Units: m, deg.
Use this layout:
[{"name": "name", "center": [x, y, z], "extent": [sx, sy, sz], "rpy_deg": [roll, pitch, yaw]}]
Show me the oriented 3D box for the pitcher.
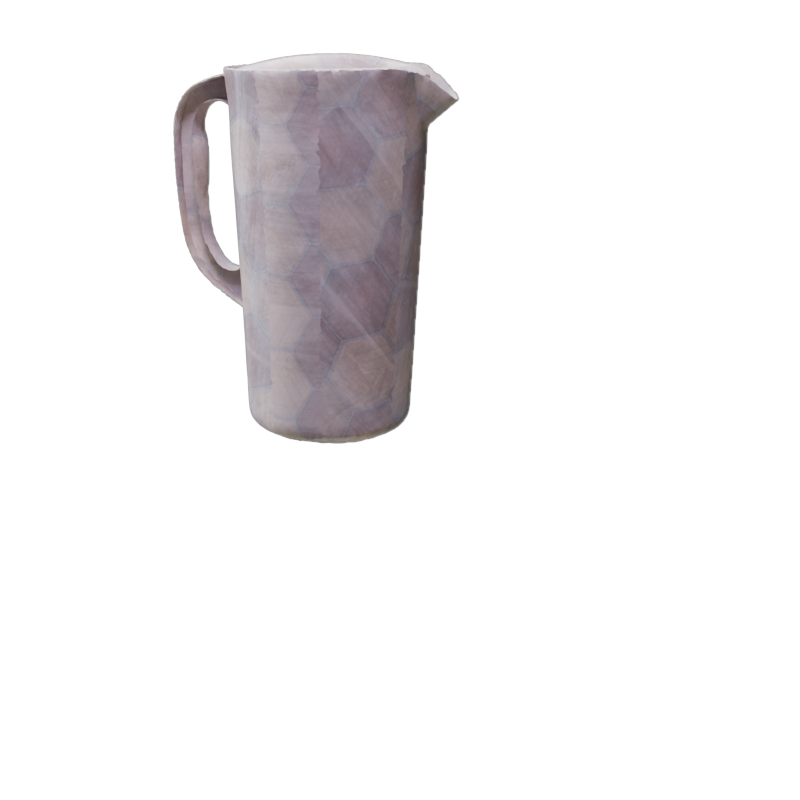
[{"name": "pitcher", "center": [-0.057, -0.104, 0.725], "extent": [0.141, 0.236, 0.158], "rpy_deg": [-7, 16, -29]}]
